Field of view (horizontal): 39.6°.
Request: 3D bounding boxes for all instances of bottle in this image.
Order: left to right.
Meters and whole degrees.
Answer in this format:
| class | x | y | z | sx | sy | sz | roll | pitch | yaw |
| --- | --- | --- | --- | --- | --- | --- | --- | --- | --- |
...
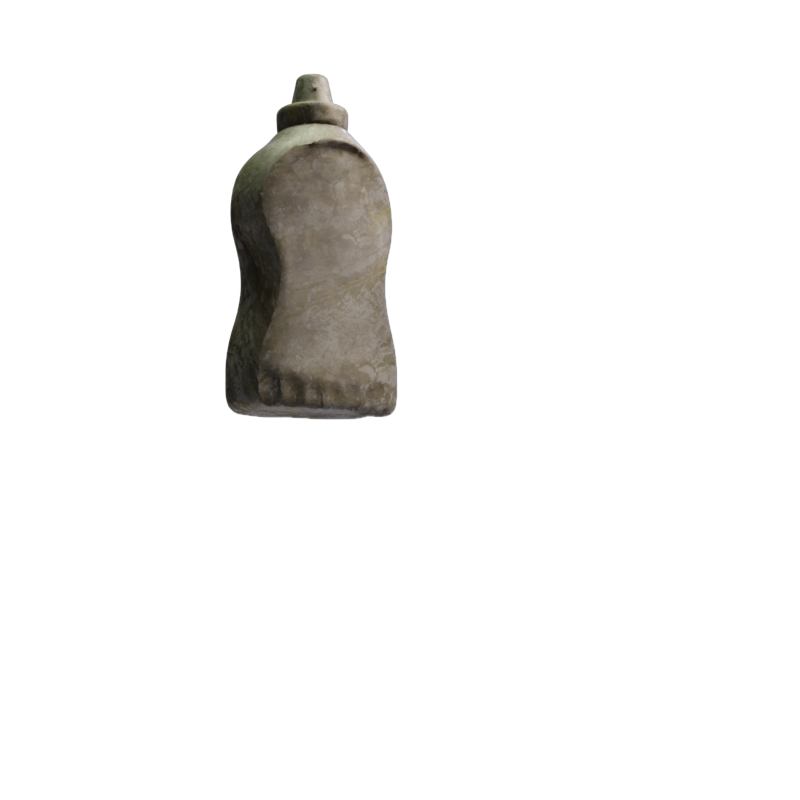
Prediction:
| class | x | y | z | sx | sy | sz | roll | pitch | yaw |
| --- | --- | --- | --- | --- | --- | --- | --- | --- | --- |
| bottle | -0.048 | -0.087 | 0.613 | 0.092 | 0.197 | 0.059 | 6 | -13 | -34 |
